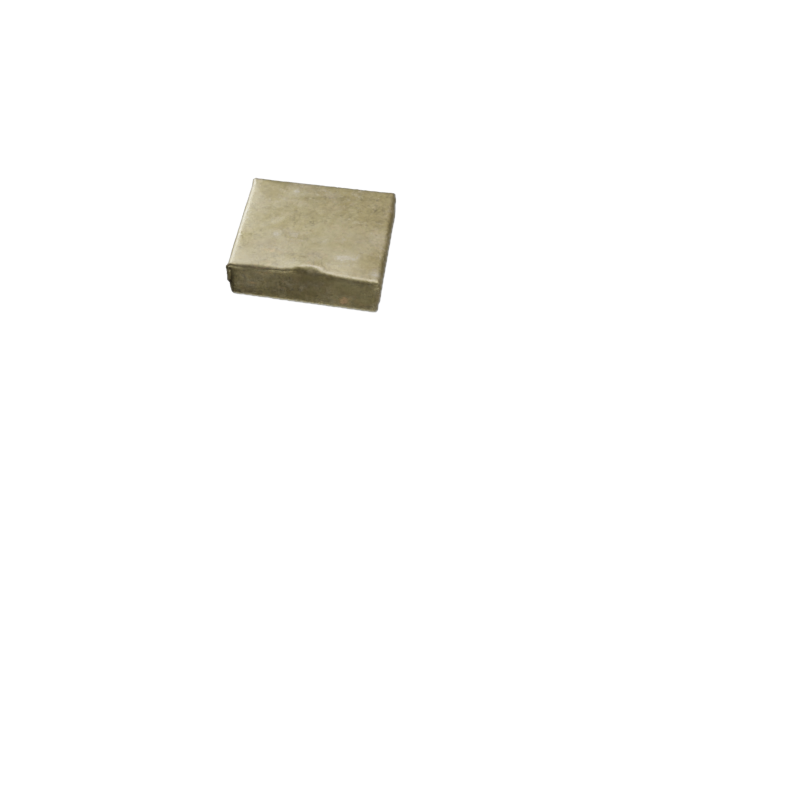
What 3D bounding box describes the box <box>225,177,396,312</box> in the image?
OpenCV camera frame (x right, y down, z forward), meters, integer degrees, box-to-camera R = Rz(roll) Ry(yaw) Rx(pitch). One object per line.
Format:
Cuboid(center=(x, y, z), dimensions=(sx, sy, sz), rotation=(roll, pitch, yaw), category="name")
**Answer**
Cuboid(center=(-0.051, -0.093, 0.652), dimensions=(0.090, 0.078, 0.028), rotation=(7, -39, 6), category="box")
